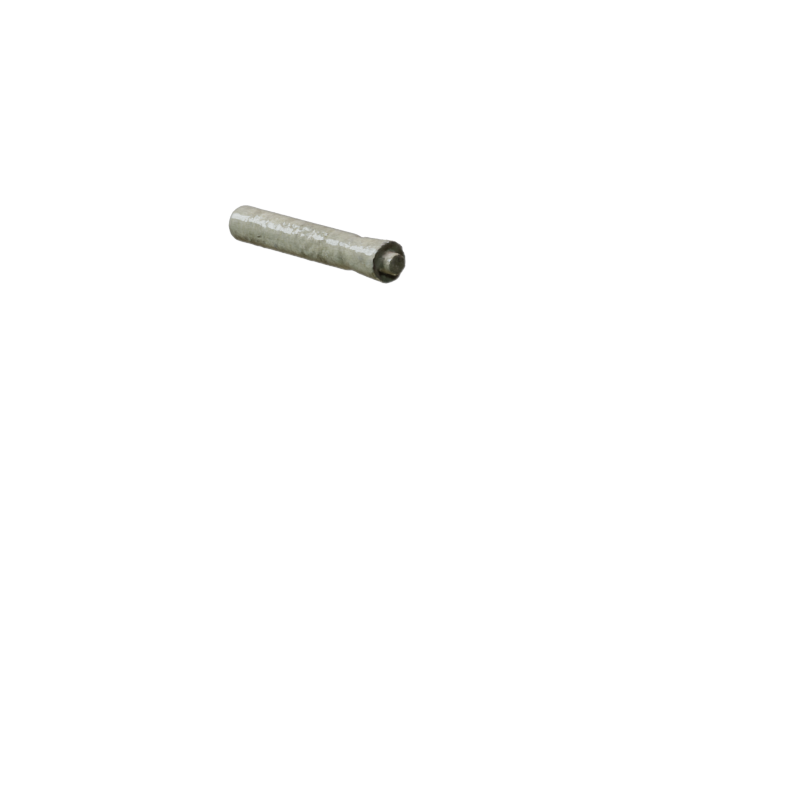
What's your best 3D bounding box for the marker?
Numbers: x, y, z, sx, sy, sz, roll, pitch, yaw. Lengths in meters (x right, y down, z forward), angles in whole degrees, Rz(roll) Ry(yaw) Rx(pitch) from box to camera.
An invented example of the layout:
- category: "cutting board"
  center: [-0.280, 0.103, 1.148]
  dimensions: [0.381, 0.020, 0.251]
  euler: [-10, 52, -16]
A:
- category: "marker"
  center: [-0.040, -0.074, 0.517]
  dimensions: [0.019, 0.019, 0.128]
  euler: [-3, 17, -39]
